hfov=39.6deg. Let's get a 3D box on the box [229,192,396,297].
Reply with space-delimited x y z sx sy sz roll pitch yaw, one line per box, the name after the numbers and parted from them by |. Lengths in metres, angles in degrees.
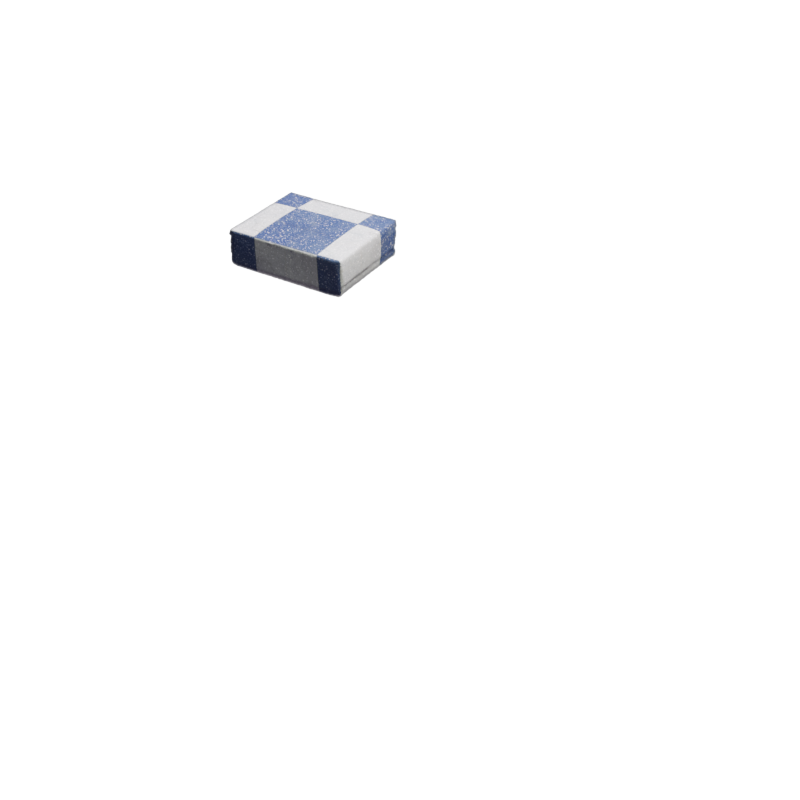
-0.073 -0.134 0.936 0.119 0.036 0.091 20 39 26 | box
